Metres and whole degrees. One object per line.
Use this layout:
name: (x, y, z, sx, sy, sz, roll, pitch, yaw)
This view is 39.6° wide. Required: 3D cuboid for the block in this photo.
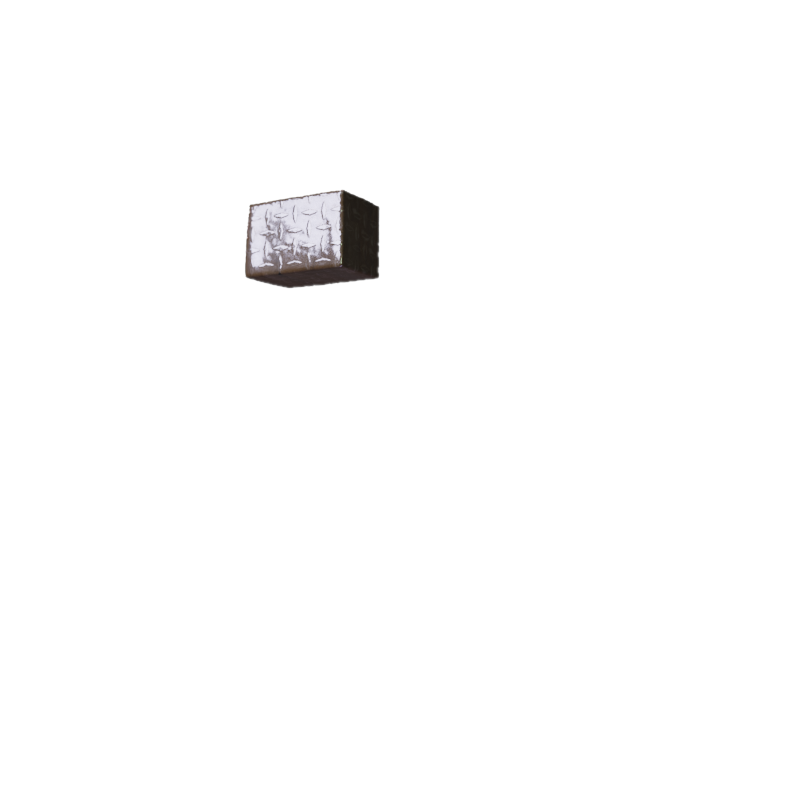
block: (-0.059, -0.108, 0.755, 0.080, 0.053, 0.050, -4, -9, 29)
